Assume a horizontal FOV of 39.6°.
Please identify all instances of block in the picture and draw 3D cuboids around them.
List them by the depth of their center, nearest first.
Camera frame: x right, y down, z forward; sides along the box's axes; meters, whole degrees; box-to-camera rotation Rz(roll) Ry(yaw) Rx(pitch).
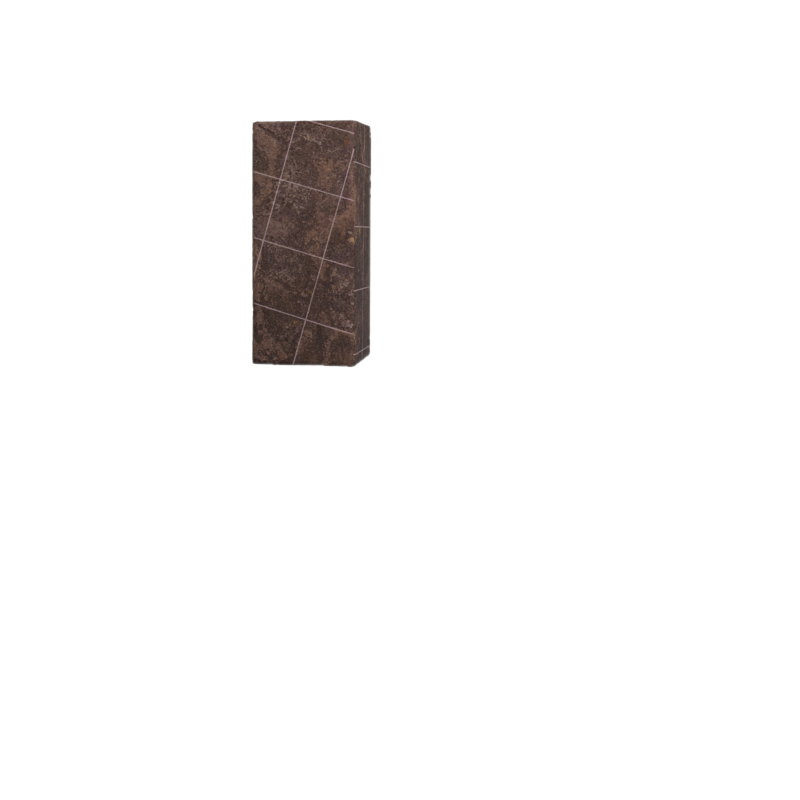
[{"bbox_3d":[-0.075,-0.138,0.970,0.091,0.205,0.090,1,3,10],"label":"block"}]
